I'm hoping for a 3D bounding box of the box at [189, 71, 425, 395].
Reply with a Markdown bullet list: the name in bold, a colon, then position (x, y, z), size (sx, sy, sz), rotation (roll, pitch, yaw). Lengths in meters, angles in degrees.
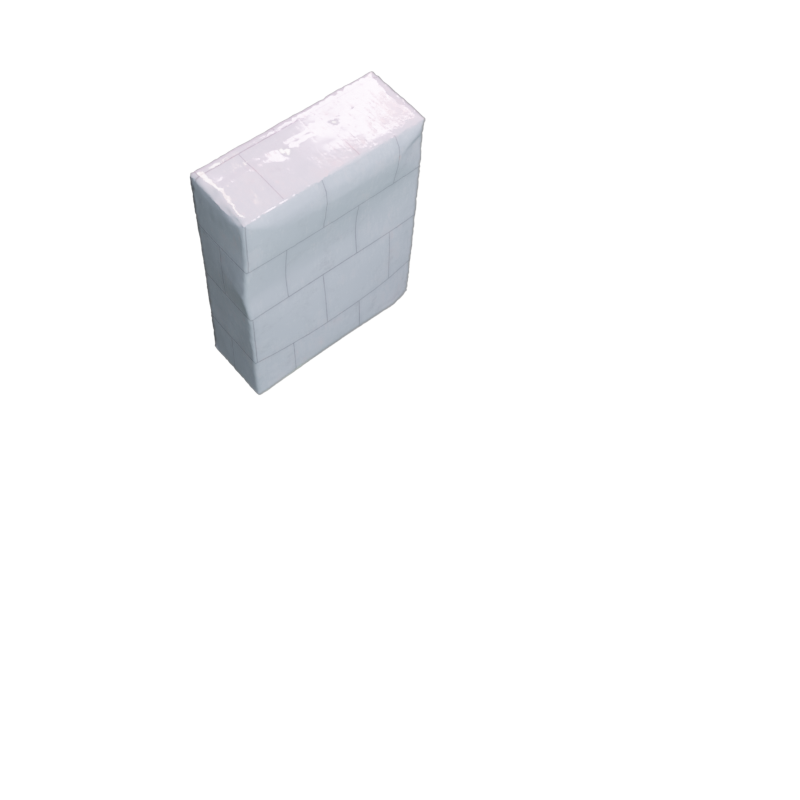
- **box**: position (-0.066, -0.120, 0.842), size (0.165, 0.076, 0.200), rotation (-36, -24, -23)
